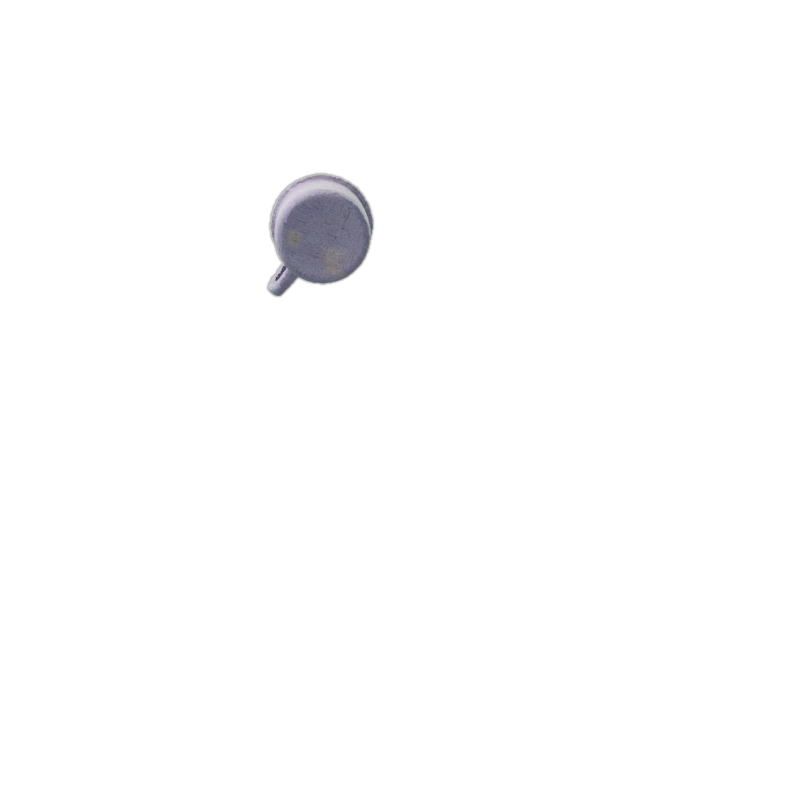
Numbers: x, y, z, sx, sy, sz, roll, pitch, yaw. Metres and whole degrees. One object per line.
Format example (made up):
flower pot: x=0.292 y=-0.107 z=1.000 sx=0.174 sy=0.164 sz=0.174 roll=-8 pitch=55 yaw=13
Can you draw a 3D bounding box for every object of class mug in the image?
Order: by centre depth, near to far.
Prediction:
mug: x=-0.076 y=-0.138 z=0.966 sx=0.092 sy=0.116 sz=0.084 roll=41 pitch=7 yaw=-9
